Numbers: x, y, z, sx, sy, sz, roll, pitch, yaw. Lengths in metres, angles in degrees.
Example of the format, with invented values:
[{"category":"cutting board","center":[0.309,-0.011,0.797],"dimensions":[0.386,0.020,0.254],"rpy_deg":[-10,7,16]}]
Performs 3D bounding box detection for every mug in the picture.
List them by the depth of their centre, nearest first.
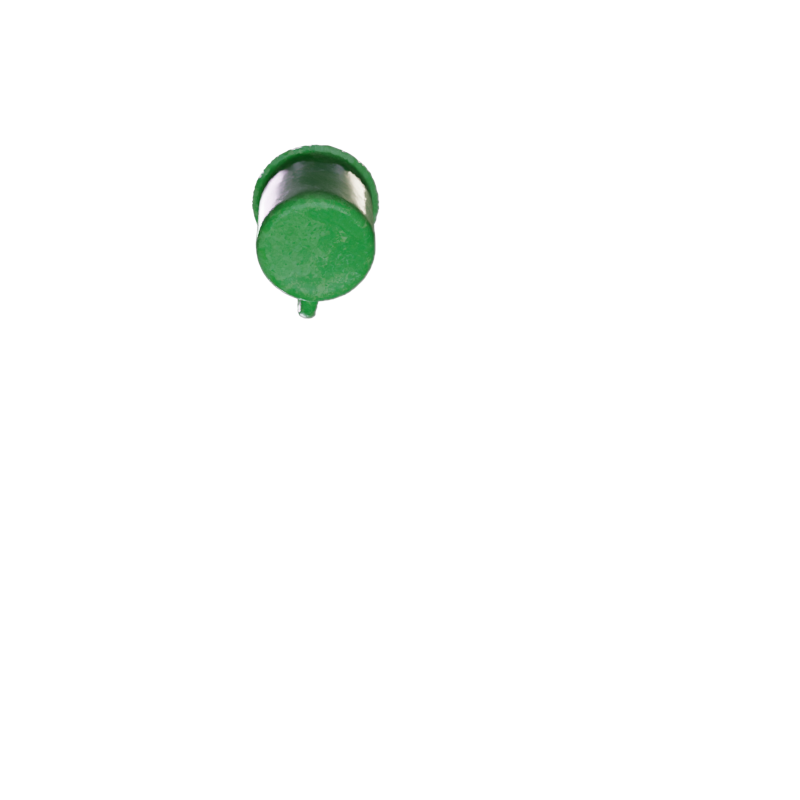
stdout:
[{"category":"mug","center":[-0.061,-0.112,0.784],"dimensions":[0.092,0.111,0.086],"rpy_deg":[8,29,-6]}]
